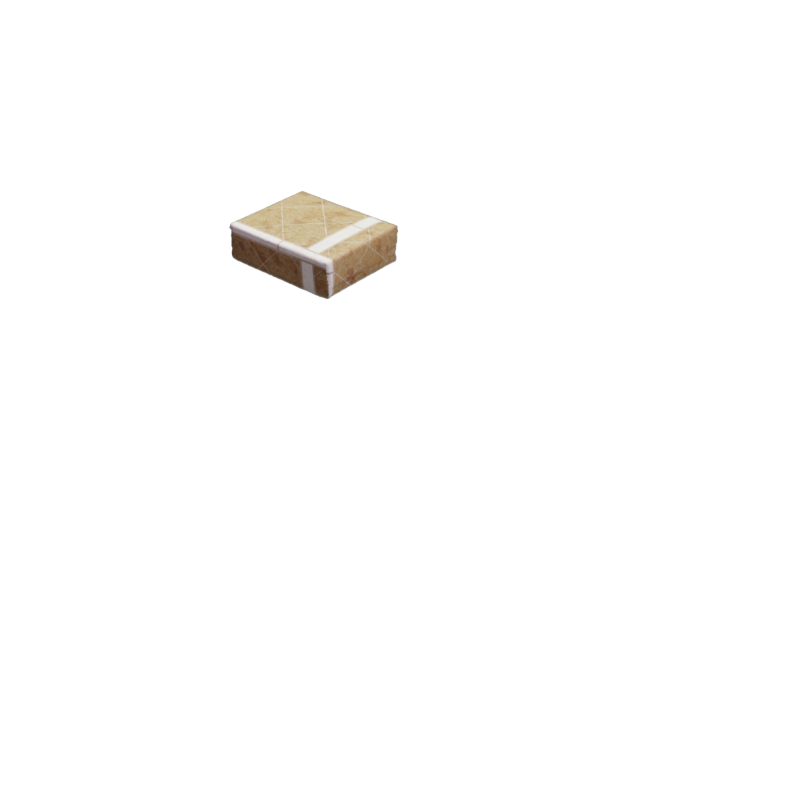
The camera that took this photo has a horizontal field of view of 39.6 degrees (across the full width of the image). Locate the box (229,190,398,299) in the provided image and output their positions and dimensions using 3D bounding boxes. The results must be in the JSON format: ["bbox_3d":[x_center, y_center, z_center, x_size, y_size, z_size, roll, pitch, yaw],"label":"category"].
[{"bbox_3d":[-0.073,-0.132,0.927,0.121,0.036,0.090,26,42,33],"label":"box"}]
